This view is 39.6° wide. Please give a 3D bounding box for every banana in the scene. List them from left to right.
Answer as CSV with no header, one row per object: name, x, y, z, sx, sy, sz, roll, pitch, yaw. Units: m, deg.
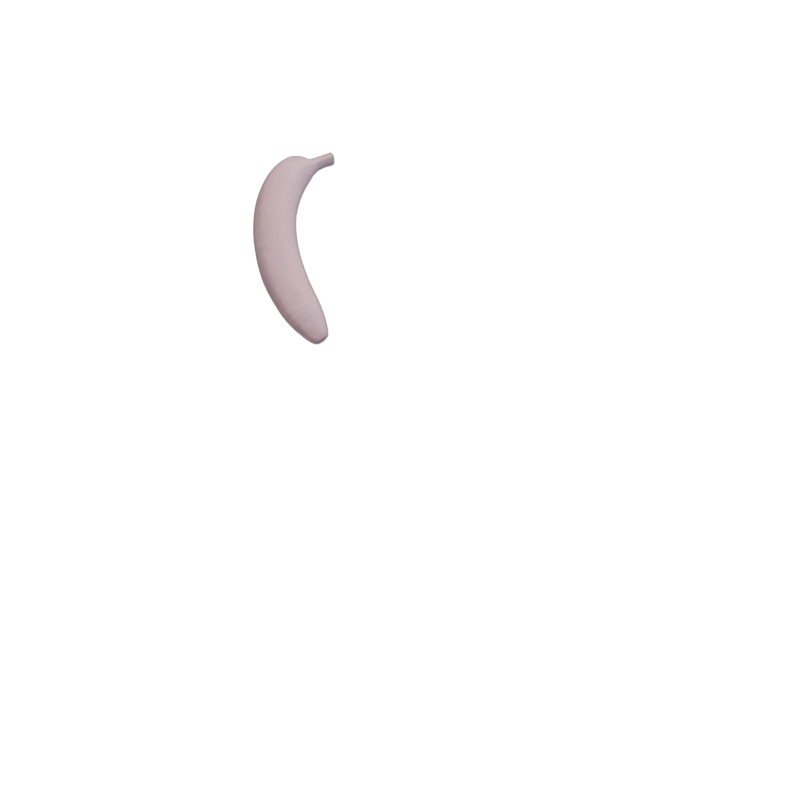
banana,-0.093,-0.141,0.959,0.070,0.210,0.034,1,-29,0
